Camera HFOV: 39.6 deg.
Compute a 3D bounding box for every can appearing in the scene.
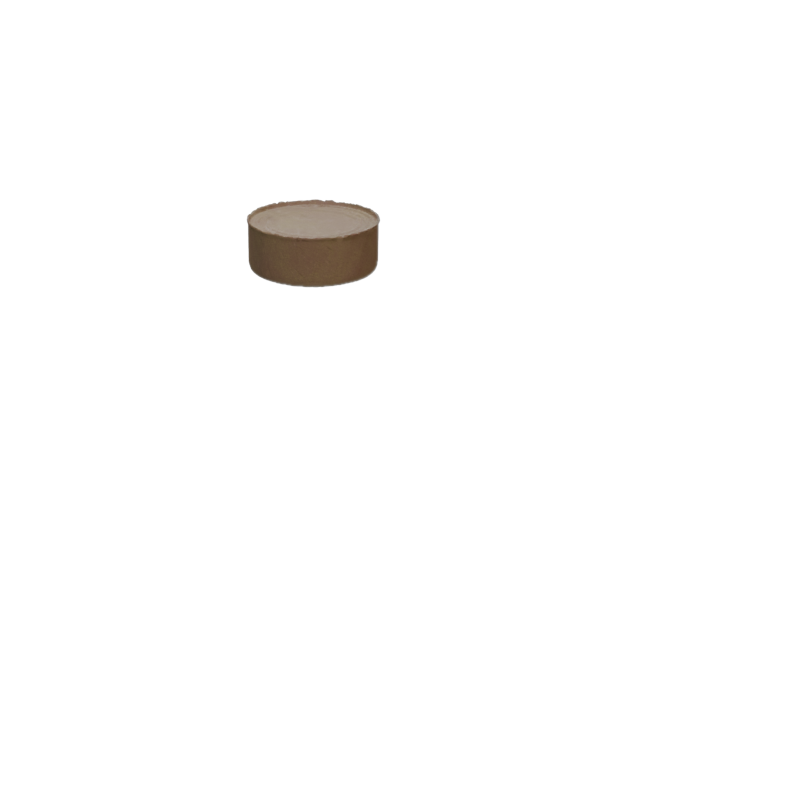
[{"bbox_3d":[-0.056,-0.103,0.718,0.086,0.032,0.090,-1,24,-2],"label":"can"}]
